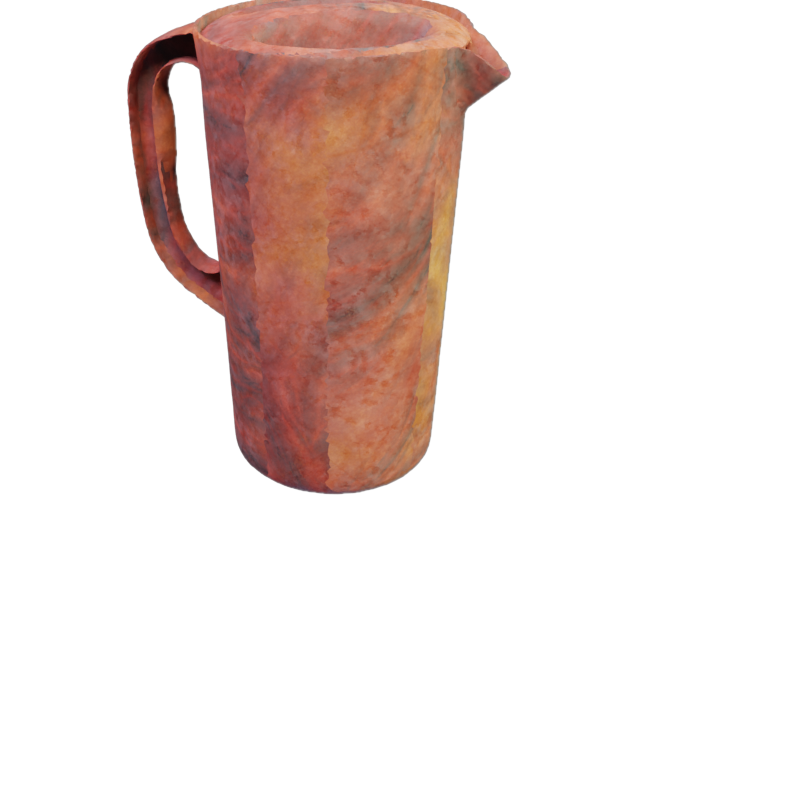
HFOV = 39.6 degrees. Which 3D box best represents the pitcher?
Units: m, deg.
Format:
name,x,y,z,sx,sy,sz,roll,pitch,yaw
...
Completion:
name,x,y,z,sx,sy,sz,roll,pitch,yaw
pitcher,-0.044,-0.081,0.568,0.142,0.230,0.160,-14,31,-29
